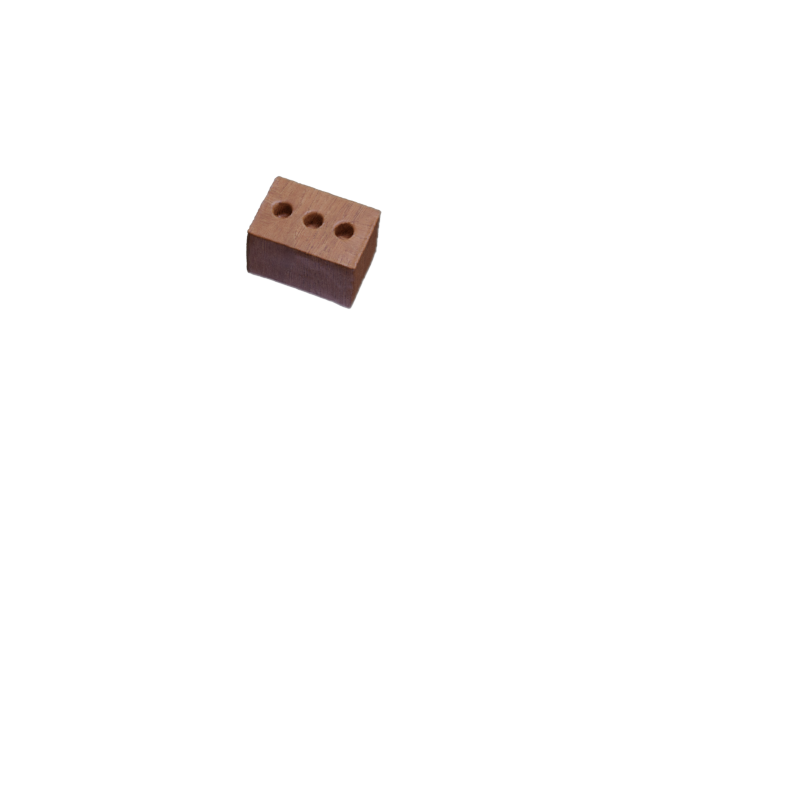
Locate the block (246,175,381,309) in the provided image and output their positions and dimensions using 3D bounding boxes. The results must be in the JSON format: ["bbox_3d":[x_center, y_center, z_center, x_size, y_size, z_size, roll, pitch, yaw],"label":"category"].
[{"bbox_3d":[-0.058,-0.106,0.742,0.080,0.055,0.048,19,-29,10],"label":"block"}]
